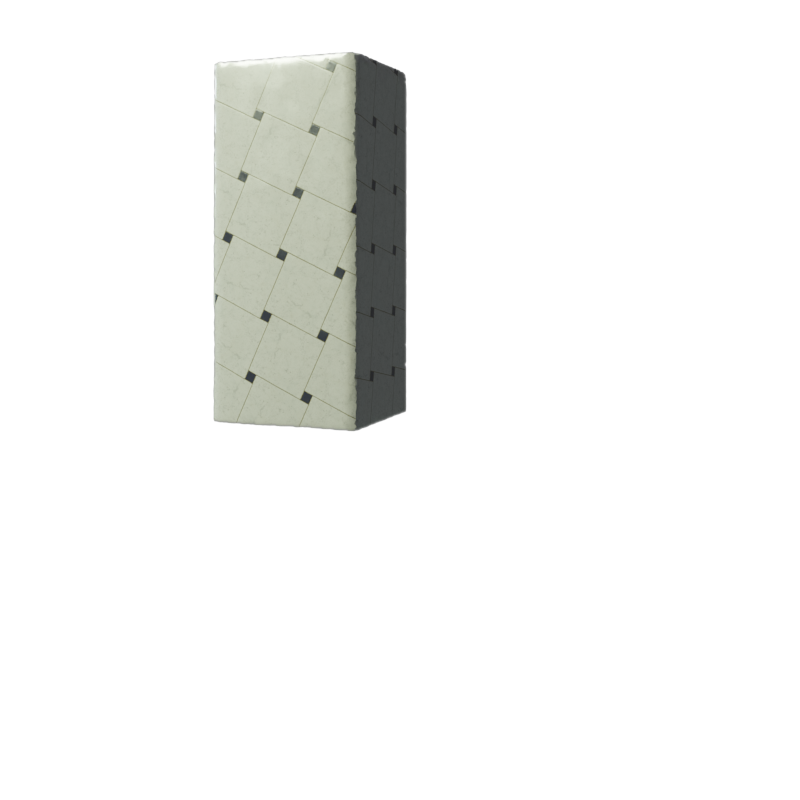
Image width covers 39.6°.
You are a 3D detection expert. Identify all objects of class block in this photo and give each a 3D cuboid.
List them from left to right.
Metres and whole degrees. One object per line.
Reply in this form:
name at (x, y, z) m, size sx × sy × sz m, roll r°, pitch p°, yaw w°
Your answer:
block at (-0.051, -0.093, 0.655) m, size 0.093 × 0.206 × 0.088 m, roll 0°, pitch 1°, yaw 22°
